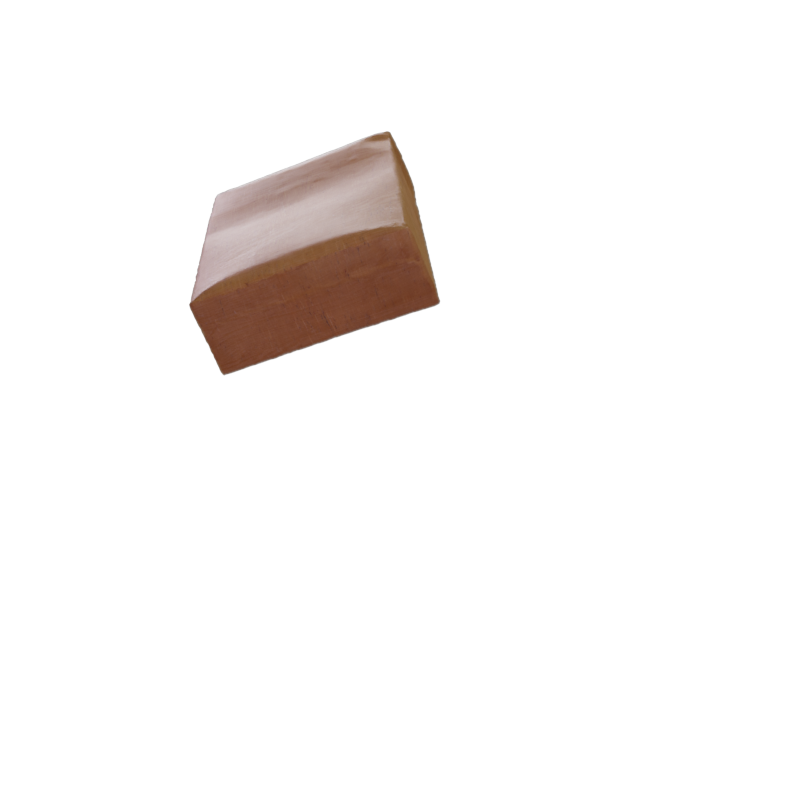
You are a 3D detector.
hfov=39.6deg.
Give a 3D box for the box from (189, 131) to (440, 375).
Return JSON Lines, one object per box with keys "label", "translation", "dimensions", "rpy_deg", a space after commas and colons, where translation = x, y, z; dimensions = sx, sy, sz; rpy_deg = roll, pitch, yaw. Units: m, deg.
{"label": "box", "translation": [-0.067, -0.122, 0.852], "dimensions": [0.165, 0.067, 0.227], "rpy_deg": [-19, 29, 7]}
